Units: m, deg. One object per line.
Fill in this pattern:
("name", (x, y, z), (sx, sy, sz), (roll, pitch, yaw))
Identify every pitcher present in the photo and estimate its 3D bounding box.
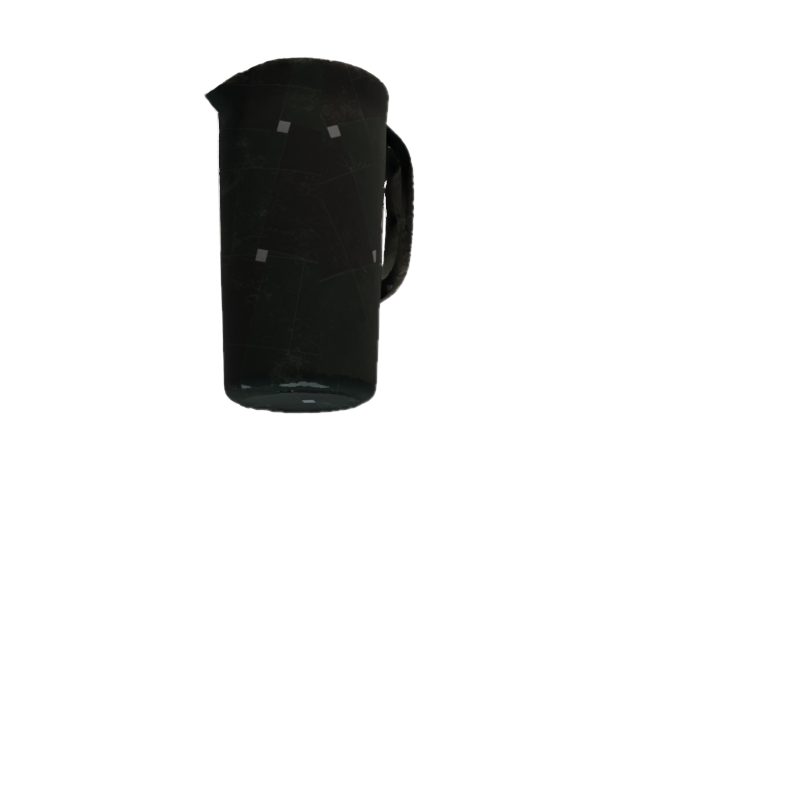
("pitcher", (-0.064, -0.117, 0.820), (0.150, 0.253, 0.139), (-2, -15, 4))
